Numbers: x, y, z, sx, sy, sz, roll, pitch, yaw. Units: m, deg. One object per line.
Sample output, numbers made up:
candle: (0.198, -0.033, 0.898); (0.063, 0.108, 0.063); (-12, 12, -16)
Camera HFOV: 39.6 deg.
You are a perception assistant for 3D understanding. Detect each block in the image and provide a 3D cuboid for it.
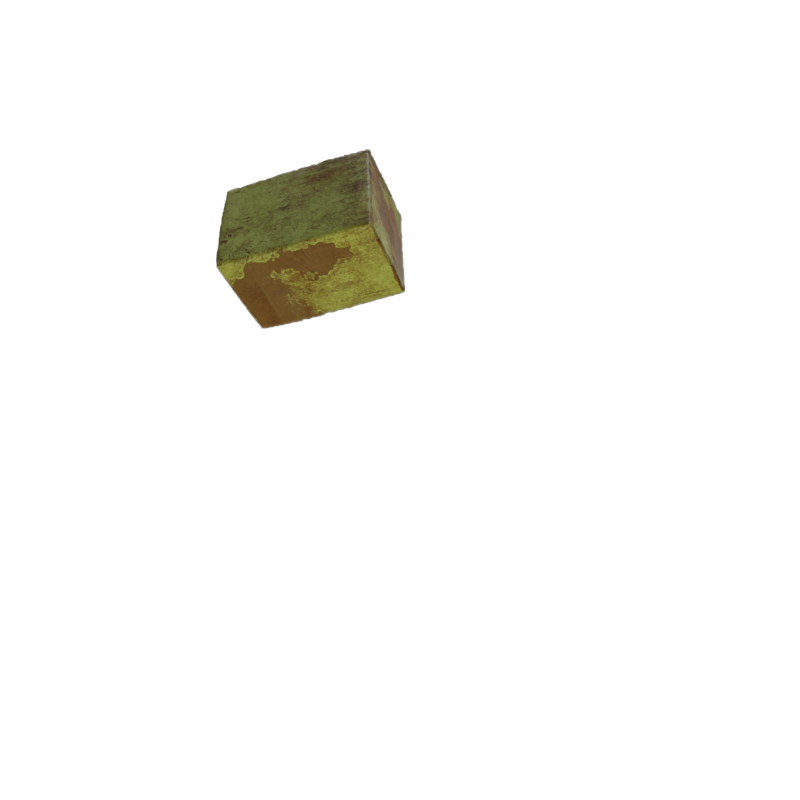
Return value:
block: (-0.042, -0.077, 0.537); (0.079, 0.055, 0.049); (-14, -42, 14)
